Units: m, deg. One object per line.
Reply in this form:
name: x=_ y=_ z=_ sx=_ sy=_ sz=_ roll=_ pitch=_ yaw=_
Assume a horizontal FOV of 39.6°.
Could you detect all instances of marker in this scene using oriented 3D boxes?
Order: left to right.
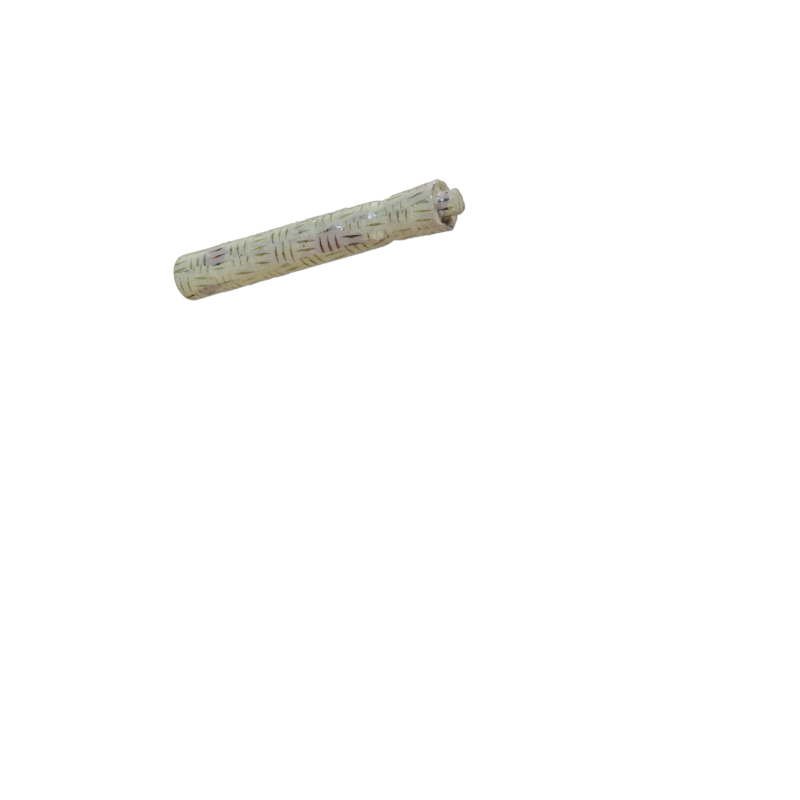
marker: x=-0.032 y=-0.059 z=0.412 sx=0.123 sy=0.020 sz=0.019 roll=-11 pitch=-2 yaw=30
